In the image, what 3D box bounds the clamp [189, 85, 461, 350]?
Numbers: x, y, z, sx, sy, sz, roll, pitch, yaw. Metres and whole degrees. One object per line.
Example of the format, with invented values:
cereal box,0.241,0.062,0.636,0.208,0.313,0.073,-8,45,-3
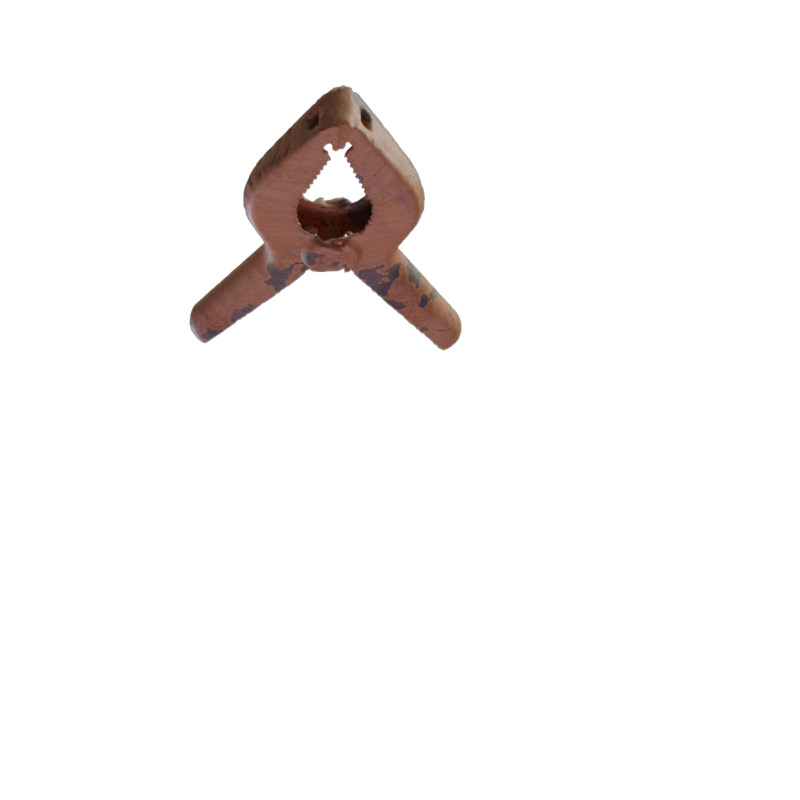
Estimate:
clamp,-0.048,-0.087,0.610,0.165,0.039,0.195,-2,-32,3
